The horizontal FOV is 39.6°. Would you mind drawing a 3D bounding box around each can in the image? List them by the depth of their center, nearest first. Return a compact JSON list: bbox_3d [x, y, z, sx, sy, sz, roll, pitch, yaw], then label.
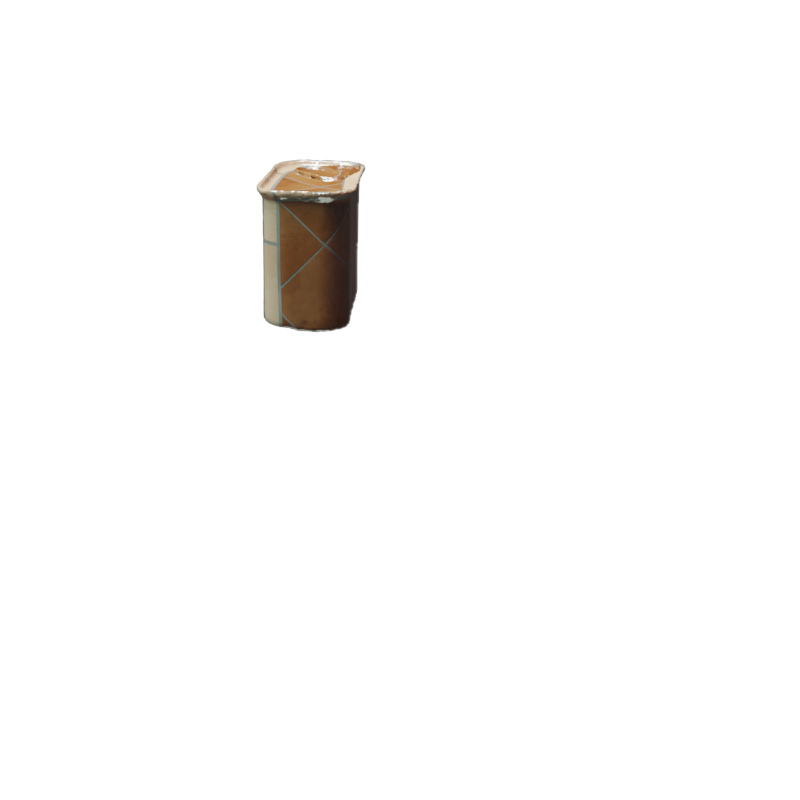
[{"bbox_3d":[-0.053,-0.096,0.676,0.058,0.081,0.105,2,19,3],"label":"can"}]
